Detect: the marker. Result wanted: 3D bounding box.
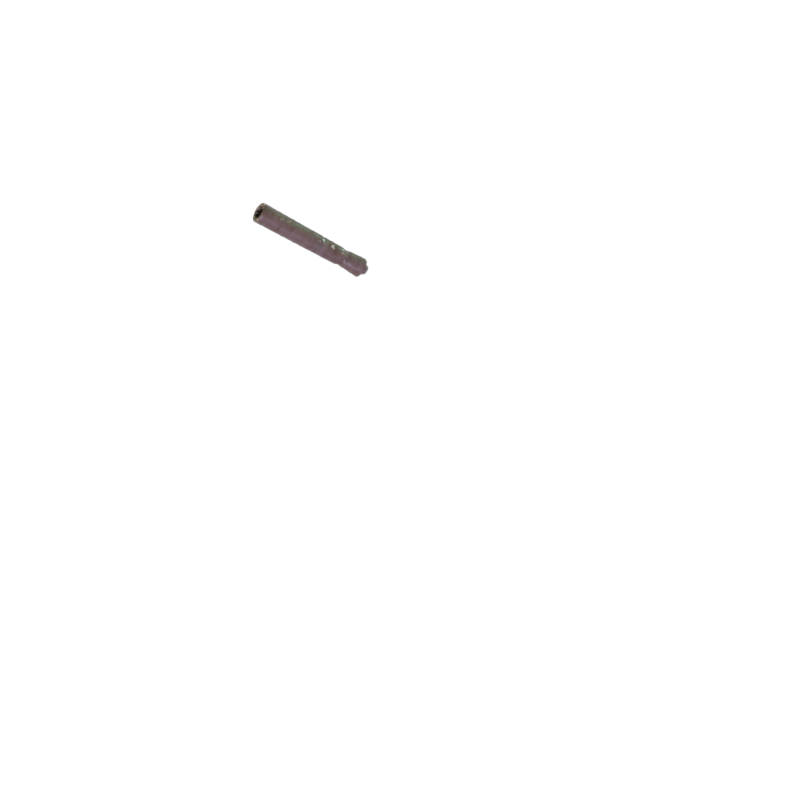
[{"bbox_3d":[-0.078,-0.142,0.996,0.115,0.020,0.020,26,-9,-27],"label":"marker"}]
